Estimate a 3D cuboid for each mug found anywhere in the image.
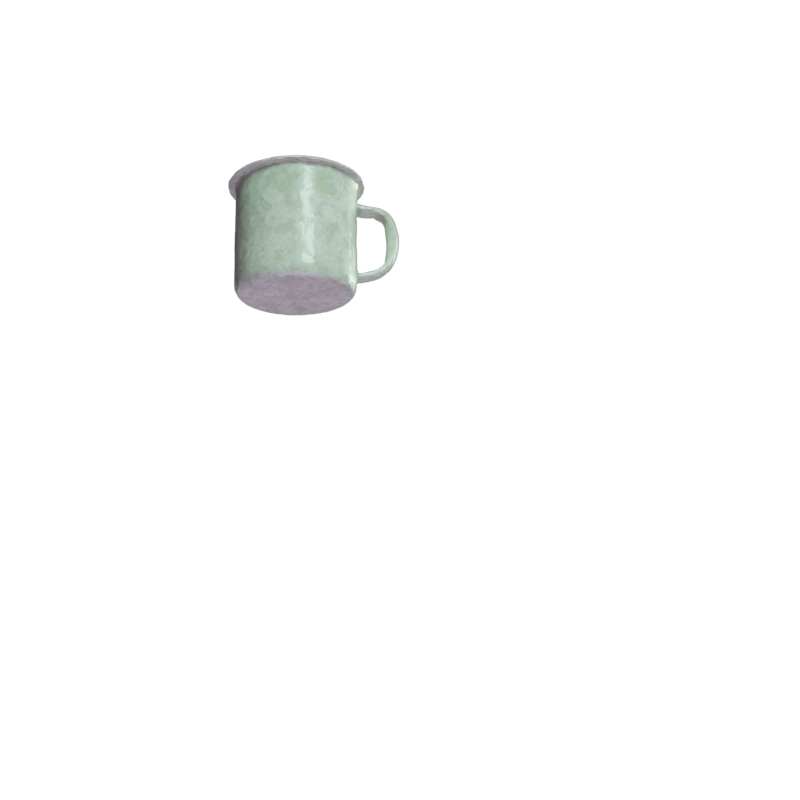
[{"bbox_3d":[-0.058,-0.107,0.746,0.115,0.086,0.090,4,-20,-12],"label":"mug"}]
